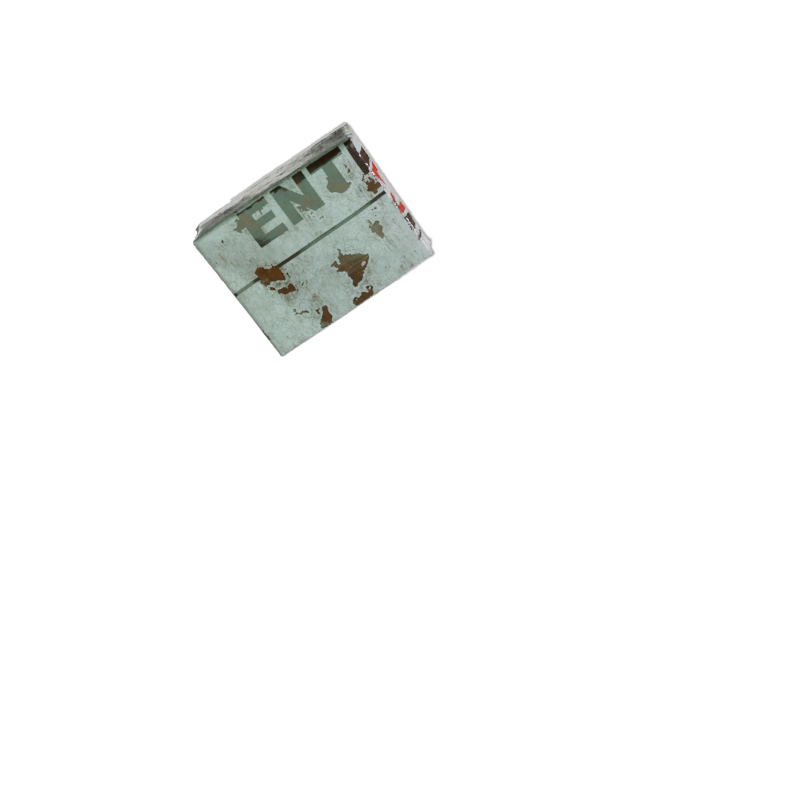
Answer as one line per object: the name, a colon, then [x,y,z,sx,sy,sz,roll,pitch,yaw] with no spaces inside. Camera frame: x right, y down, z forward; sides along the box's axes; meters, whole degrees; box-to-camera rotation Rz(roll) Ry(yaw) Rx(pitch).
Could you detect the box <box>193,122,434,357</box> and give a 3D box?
box: [-0.051,-0.093,0.652,0.113,0.086,0.041,-32,18,11]
